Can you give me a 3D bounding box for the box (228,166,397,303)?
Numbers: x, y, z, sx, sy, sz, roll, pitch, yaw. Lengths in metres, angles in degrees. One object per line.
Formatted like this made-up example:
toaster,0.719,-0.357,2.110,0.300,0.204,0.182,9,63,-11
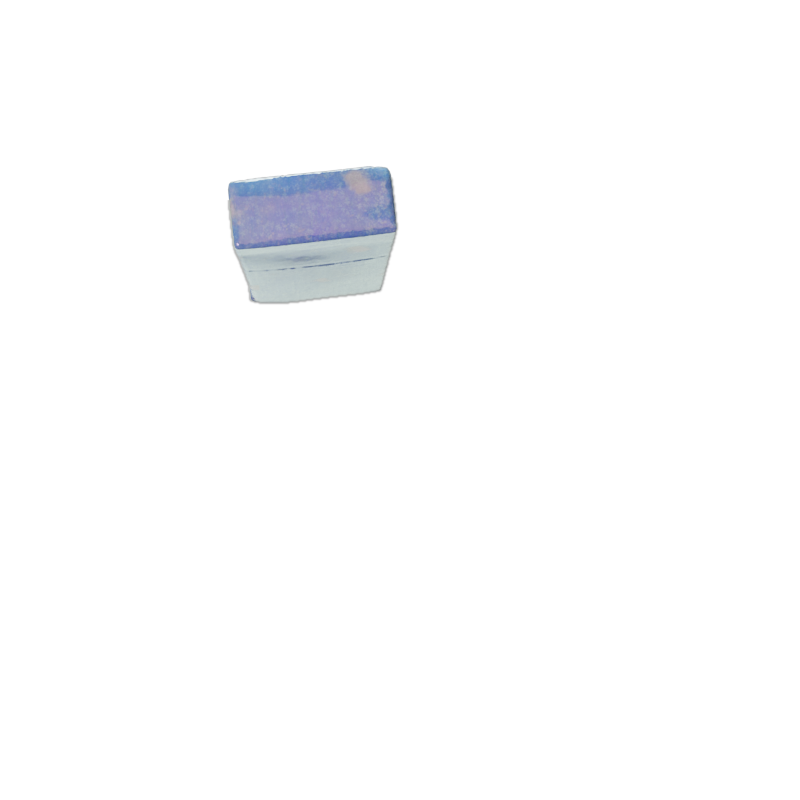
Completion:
box,-0.054,-0.099,0.693,0.093,0.049,0.172,-6,-8,-4
